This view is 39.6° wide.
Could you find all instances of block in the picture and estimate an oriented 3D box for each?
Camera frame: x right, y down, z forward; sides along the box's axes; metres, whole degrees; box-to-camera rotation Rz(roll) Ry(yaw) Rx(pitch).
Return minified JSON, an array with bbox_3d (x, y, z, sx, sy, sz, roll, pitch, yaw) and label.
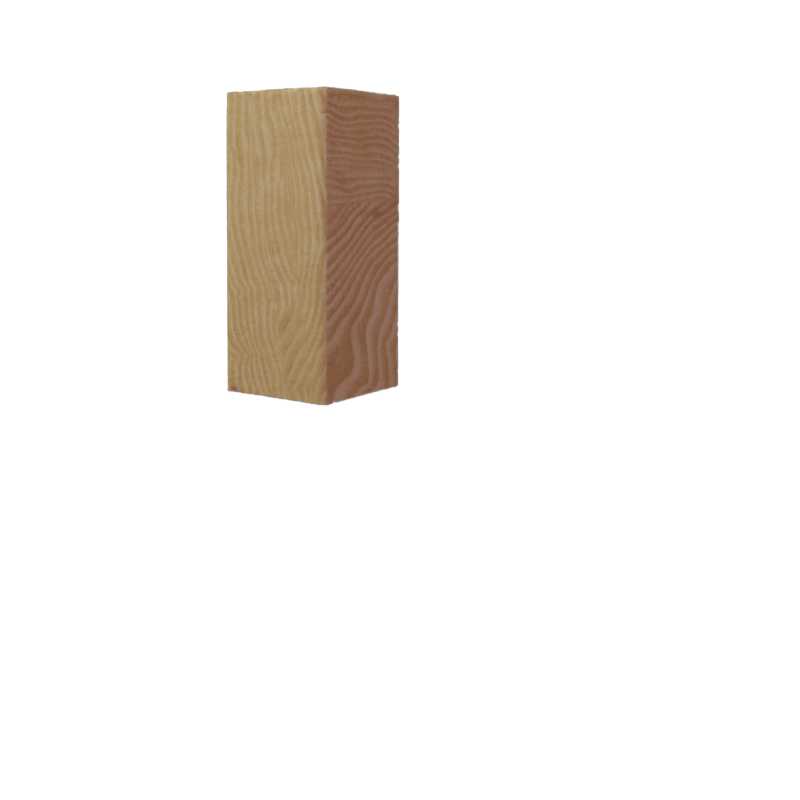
[{"bbox_3d":[-0.061,-0.110,0.773,0.094,0.204,0.088,3,5,34],"label":"block"}]
